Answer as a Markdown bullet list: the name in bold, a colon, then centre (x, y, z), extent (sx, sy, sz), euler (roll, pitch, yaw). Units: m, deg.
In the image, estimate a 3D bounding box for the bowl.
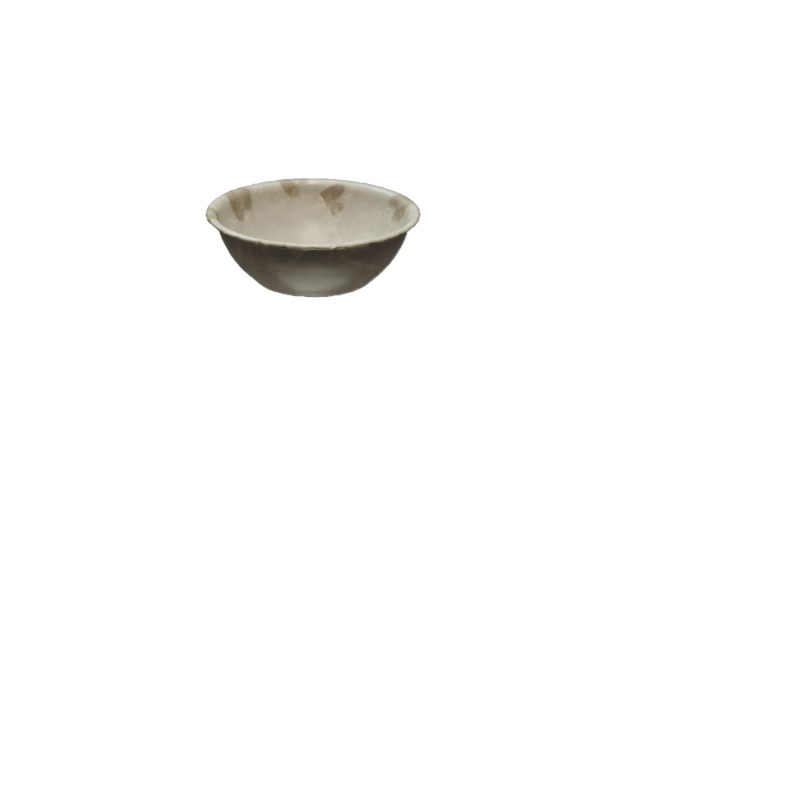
- **bowl**: centre (-0.066, -0.121, 0.845), extent (0.162, 0.052, 0.171), euler (-1, 27, -2)
